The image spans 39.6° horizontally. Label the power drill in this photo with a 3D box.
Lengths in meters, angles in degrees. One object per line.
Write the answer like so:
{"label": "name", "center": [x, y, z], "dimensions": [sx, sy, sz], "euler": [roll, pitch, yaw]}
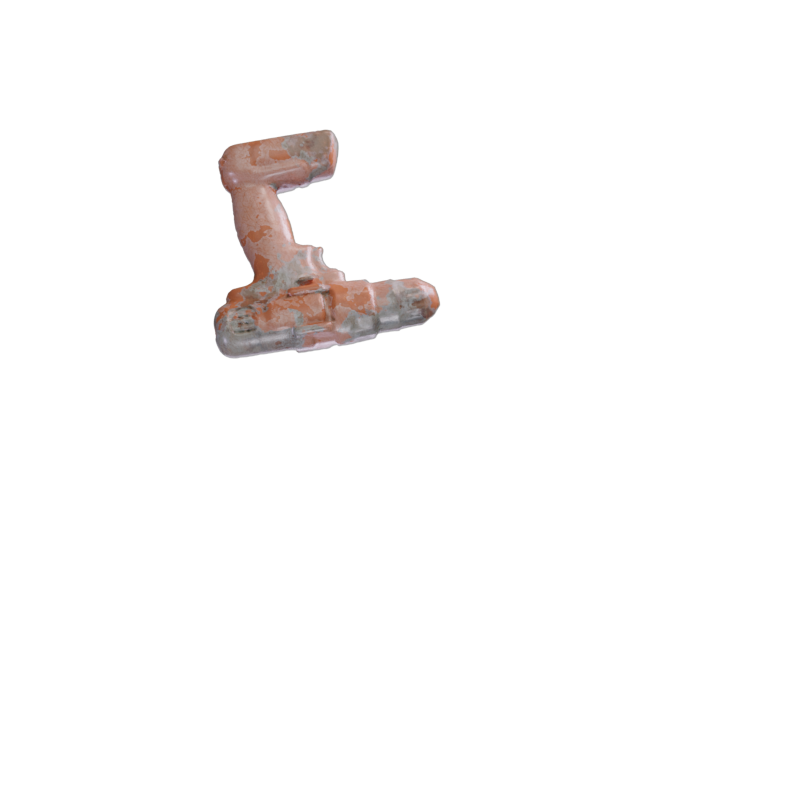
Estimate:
{"label": "power drill", "center": [-0.073, -0.133, 0.929], "dimensions": [0.183, 0.199, 0.054], "euler": [-9, -25, -5]}
